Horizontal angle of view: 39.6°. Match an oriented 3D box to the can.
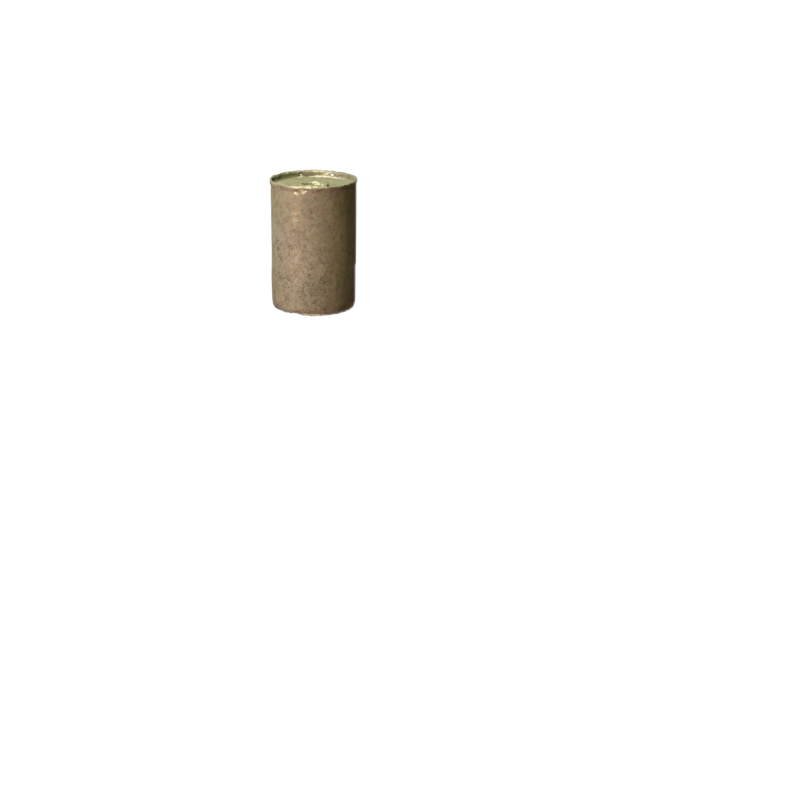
[{"bbox_3d":[-0.068,-0.124,0.866,0.068,0.099,0.071,0,17,-2],"label":"can"}]
